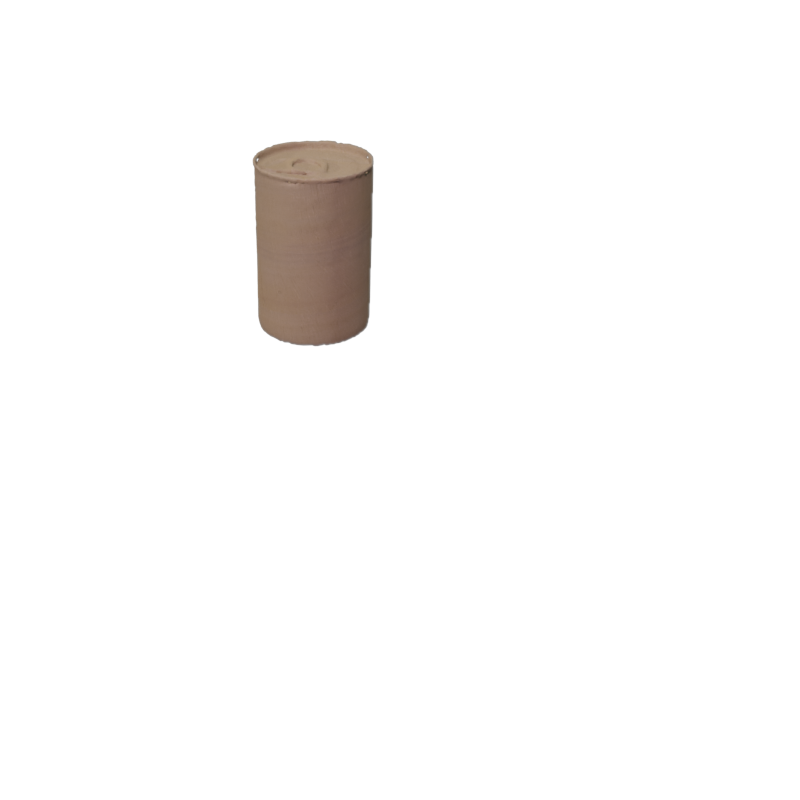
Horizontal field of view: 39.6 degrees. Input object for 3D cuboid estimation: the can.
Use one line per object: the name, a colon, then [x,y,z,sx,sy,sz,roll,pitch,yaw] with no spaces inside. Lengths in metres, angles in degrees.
can: [-0.050,-0.091,0.639,0.068,0.097,0.072,0,26,-2]
